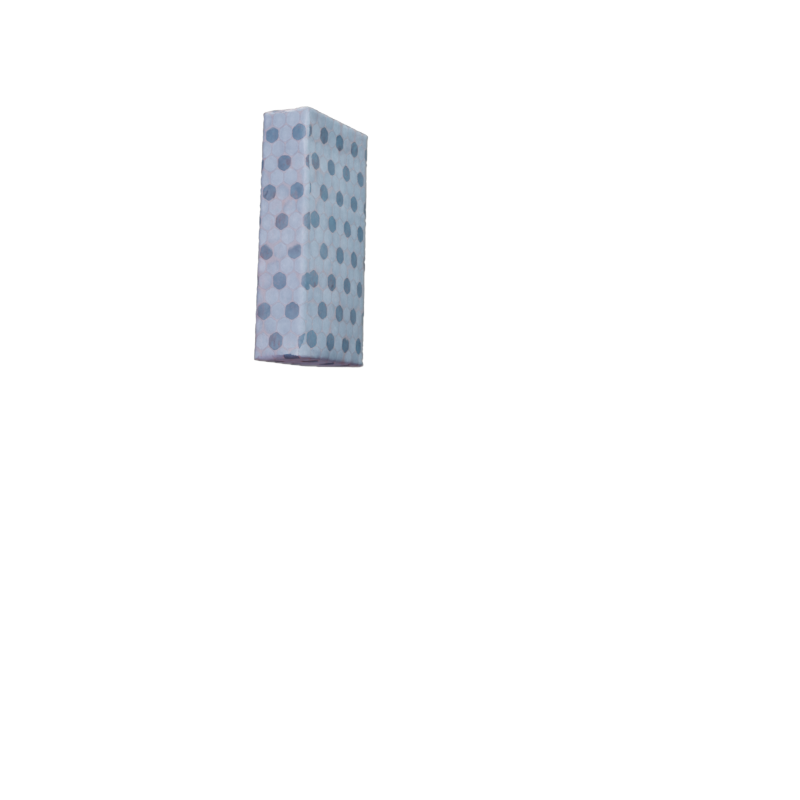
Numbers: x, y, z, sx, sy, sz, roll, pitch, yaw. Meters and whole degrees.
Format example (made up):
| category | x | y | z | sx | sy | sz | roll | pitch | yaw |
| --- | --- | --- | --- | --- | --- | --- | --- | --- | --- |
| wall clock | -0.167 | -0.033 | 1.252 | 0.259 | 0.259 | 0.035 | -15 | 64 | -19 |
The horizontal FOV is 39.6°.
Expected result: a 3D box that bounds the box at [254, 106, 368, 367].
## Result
| category | x | y | z | sx | sy | sz | roll | pitch | yaw |
| --- | --- | --- | --- | --- | --- | --- | --- | --- | --- |
| box | -0.063 | -0.114 | 0.799 | 0.049 | 0.181 | 0.089 | -6 | -10 | 27 |
